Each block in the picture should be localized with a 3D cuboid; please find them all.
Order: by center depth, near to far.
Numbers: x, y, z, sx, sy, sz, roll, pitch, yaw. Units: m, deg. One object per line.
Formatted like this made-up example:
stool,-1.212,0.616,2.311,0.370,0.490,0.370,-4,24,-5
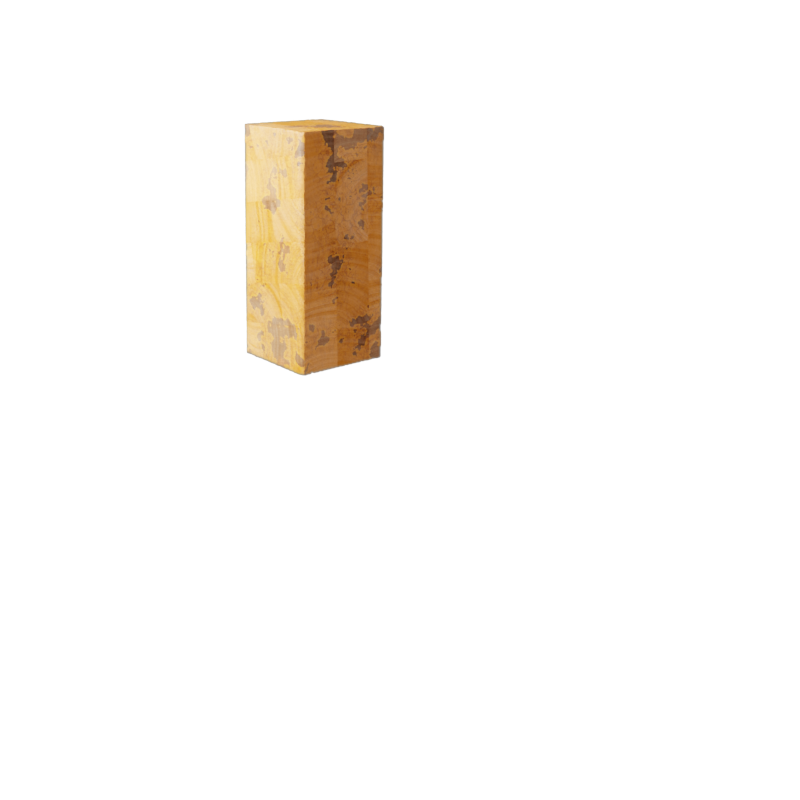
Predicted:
block,-0.076,-0.139,0.975,0.088,0.200,0.095,-10,17,-39
